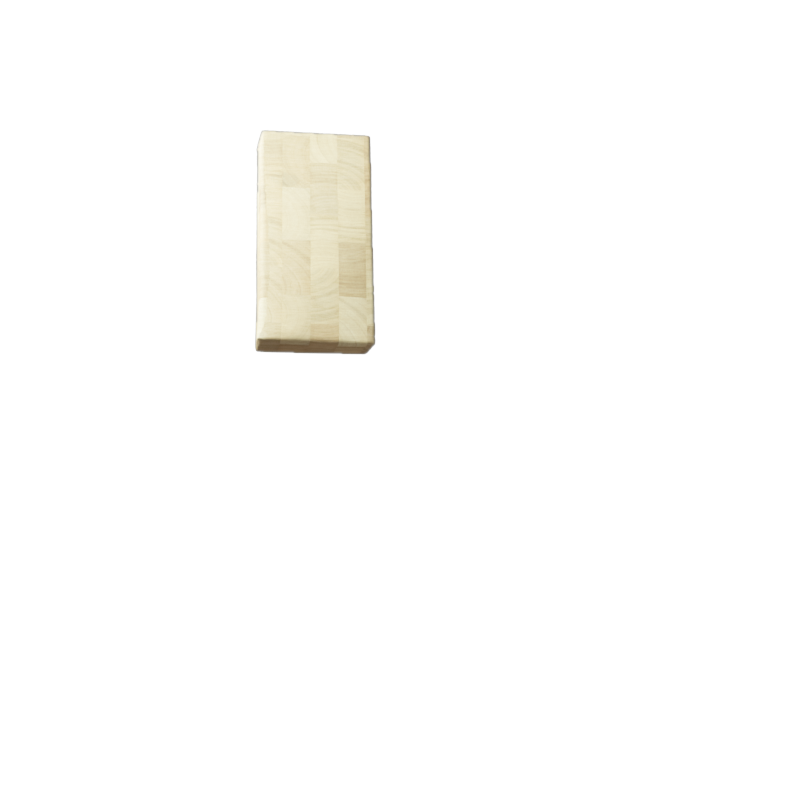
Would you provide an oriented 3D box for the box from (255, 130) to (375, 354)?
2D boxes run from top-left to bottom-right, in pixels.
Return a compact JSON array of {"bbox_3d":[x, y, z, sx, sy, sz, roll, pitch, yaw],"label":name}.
[{"bbox_3d":[-0.070,-0.128,0.896,0.092,0.184,0.046,2,-19,-9],"label":"box"}]
